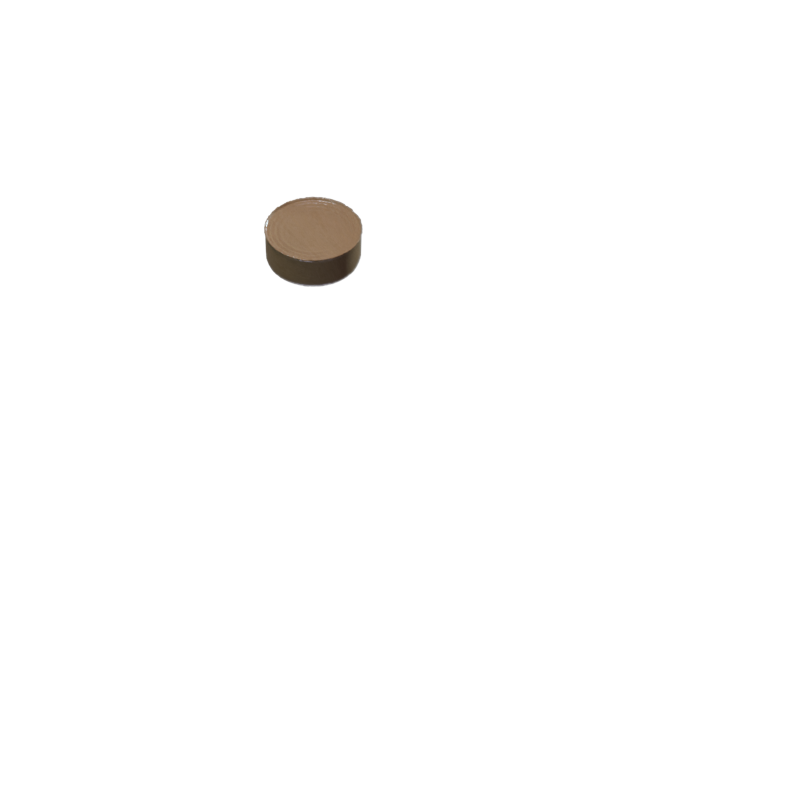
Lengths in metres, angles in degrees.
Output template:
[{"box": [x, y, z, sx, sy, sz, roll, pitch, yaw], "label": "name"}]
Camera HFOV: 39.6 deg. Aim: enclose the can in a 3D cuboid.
[{"box": [-0.076, -0.139, 0.973, 0.086, 0.031, 0.092, -1, 45, -1], "label": "can"}]
